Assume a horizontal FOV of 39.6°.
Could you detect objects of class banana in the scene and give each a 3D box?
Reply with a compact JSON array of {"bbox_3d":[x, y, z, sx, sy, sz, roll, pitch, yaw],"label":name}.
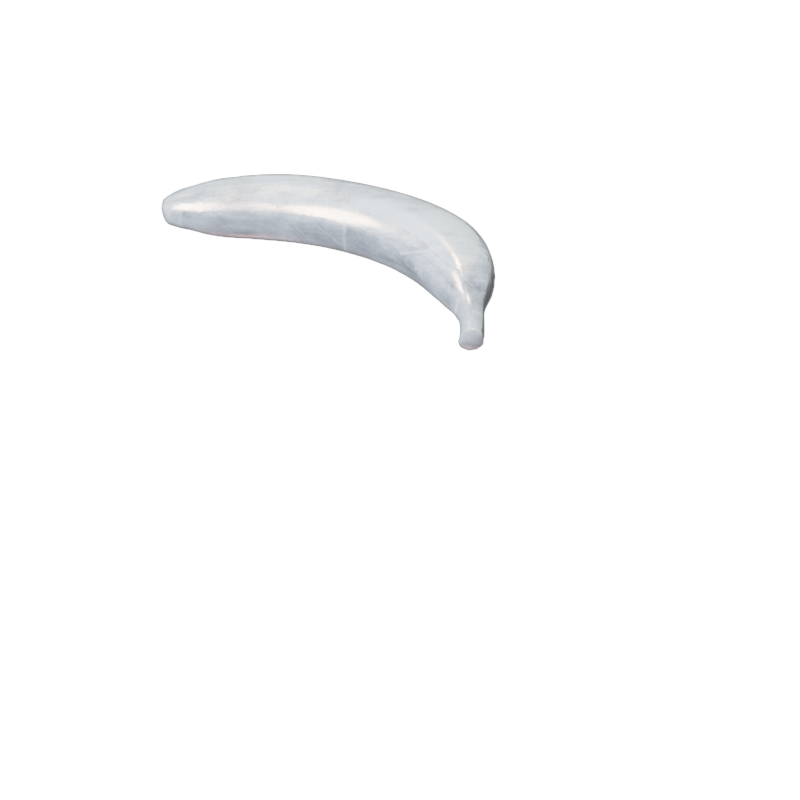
[{"bbox_3d":[-0.029,-0.084,0.551,0.209,0.035,0.070,23,38,32],"label":"banana"}]
